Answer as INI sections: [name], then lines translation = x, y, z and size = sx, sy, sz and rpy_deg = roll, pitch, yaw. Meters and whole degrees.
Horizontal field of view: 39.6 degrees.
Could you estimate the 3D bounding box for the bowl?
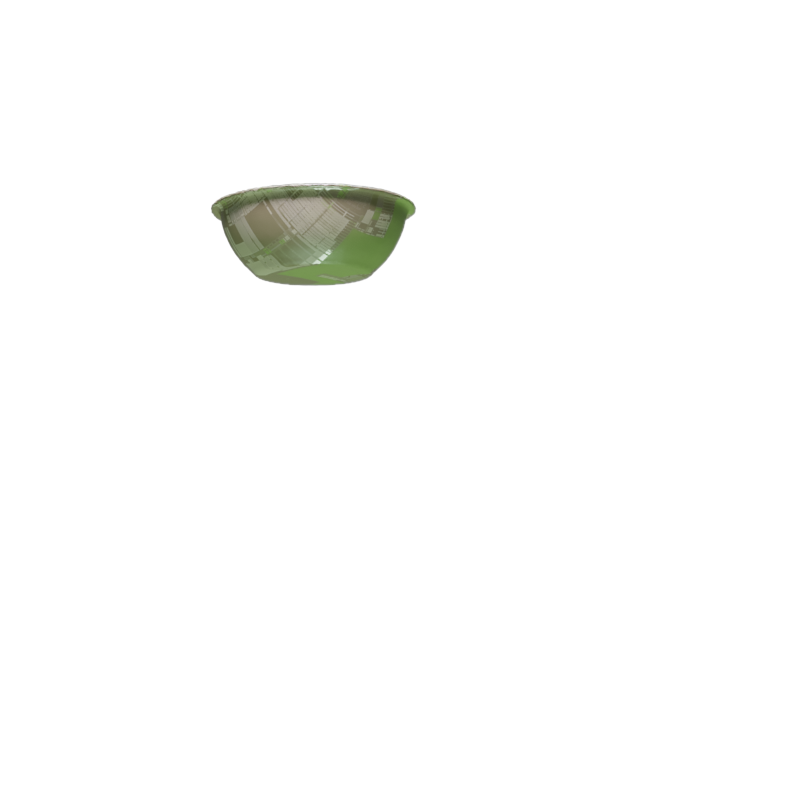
[bowl]
translation = -0.068, -0.124, 0.871
size = 0.162, 0.056, 0.159
rpy_deg = 0, -5, -2
